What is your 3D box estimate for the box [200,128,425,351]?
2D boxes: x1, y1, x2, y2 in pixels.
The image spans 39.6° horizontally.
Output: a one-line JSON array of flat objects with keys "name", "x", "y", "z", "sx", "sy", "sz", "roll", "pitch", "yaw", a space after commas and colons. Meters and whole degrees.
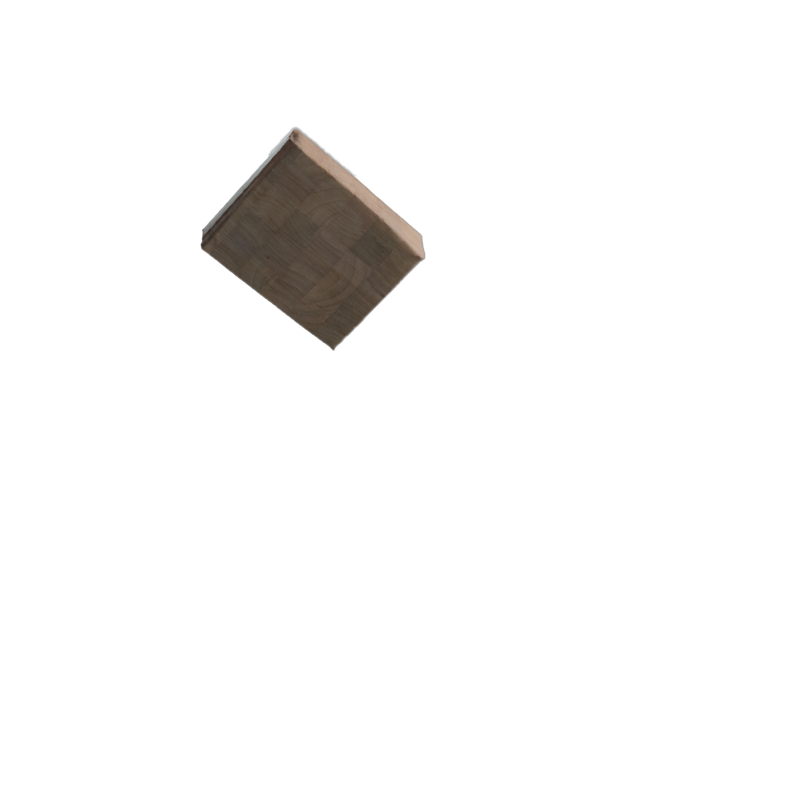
[{"name": "box", "x": -0.054, "y": -0.099, "z": 0.690, "sx": 0.109, "sy": 0.089, "sz": 0.041, "roll": 40, "pitch": 17, "yaw": -16}]
